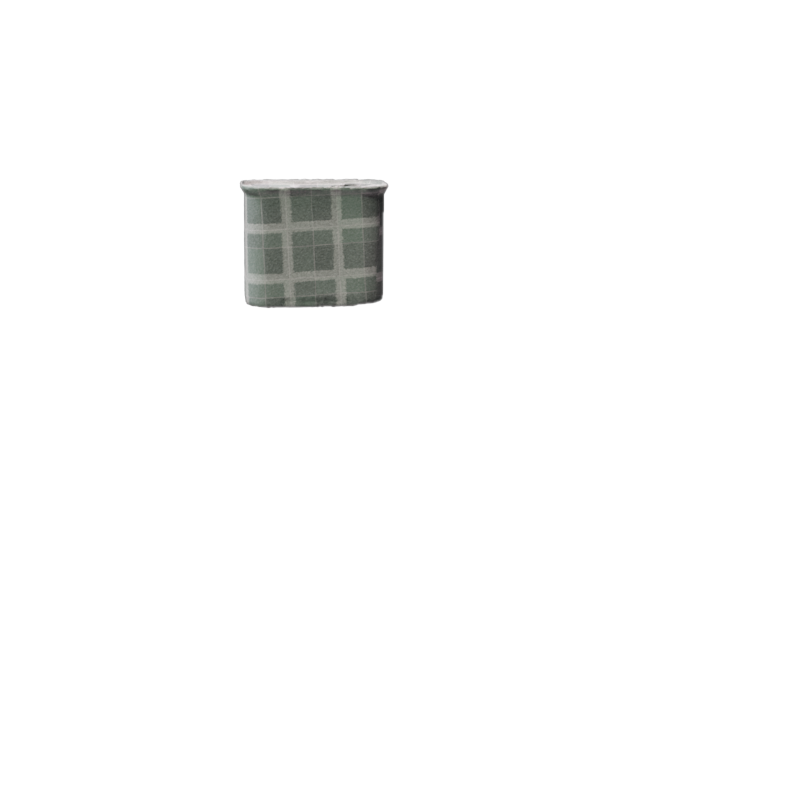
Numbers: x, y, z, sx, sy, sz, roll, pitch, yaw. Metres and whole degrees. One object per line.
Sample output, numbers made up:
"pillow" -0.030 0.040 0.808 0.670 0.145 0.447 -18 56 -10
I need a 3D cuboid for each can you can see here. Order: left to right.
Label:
"can" -0.060 -0.110 0.774 0.101 0.082 0.059 -1 11 -6
